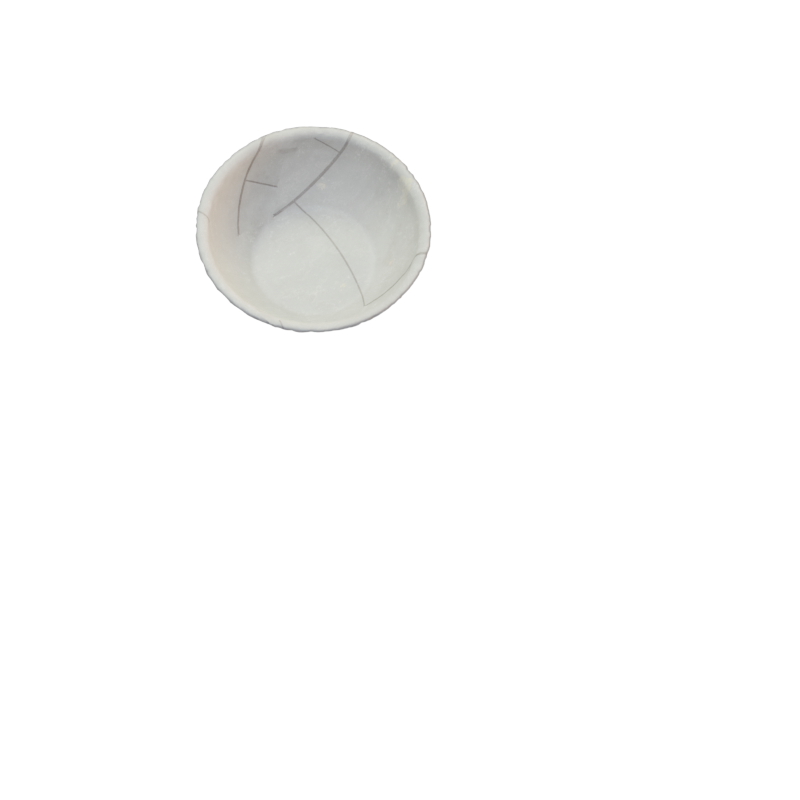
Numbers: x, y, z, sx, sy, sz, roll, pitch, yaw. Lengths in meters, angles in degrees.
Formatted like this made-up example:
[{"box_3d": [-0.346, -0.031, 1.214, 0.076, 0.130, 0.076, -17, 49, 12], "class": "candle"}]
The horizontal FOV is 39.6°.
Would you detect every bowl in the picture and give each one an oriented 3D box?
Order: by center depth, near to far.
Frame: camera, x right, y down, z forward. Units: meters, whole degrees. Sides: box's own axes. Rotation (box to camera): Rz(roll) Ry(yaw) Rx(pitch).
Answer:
[{"box_3d": [-0.061, -0.111, 0.781, 0.162, 0.172, 0.052, -1, -27, -1], "class": "bowl"}]
